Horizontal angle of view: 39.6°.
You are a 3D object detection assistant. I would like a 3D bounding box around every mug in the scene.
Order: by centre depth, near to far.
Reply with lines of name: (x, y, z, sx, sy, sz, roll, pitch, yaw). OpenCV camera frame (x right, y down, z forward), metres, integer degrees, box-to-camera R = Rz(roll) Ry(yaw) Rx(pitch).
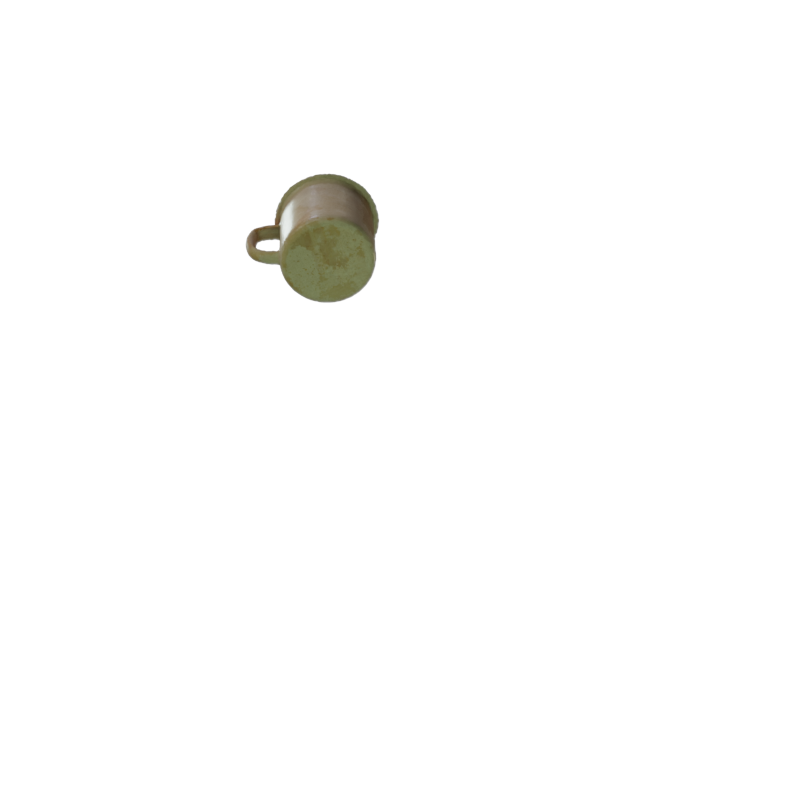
mug: (-0.075, -0.137, 0.957, 0.117, 0.088, 0.087, -1, 31, -1)
